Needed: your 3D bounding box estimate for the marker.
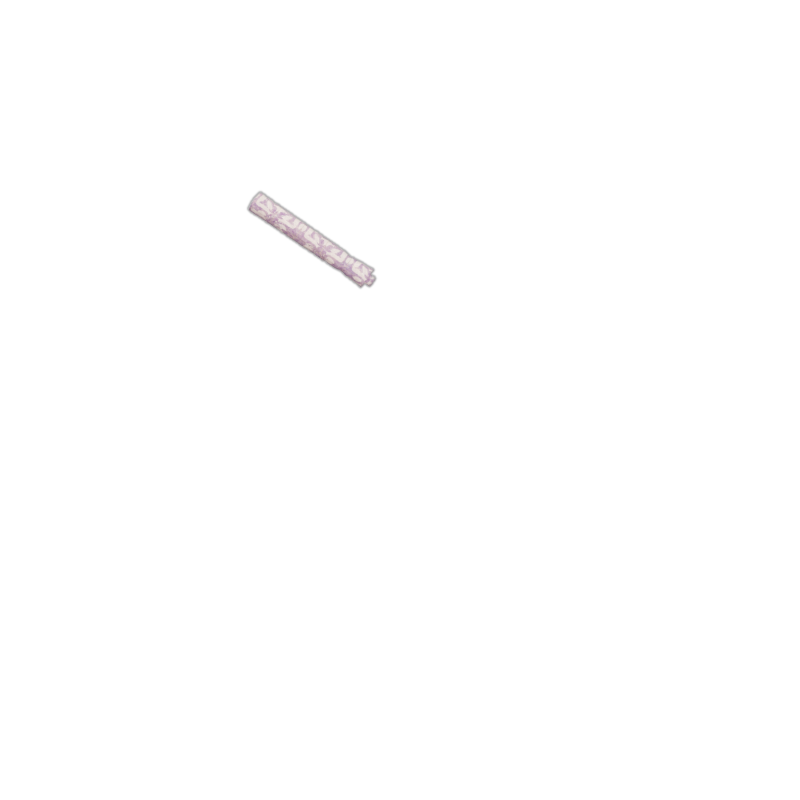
[{"bbox_3d":[-0.072,-0.132,0.922,0.123,0.020,0.020,35,6,6],"label":"marker"}]
